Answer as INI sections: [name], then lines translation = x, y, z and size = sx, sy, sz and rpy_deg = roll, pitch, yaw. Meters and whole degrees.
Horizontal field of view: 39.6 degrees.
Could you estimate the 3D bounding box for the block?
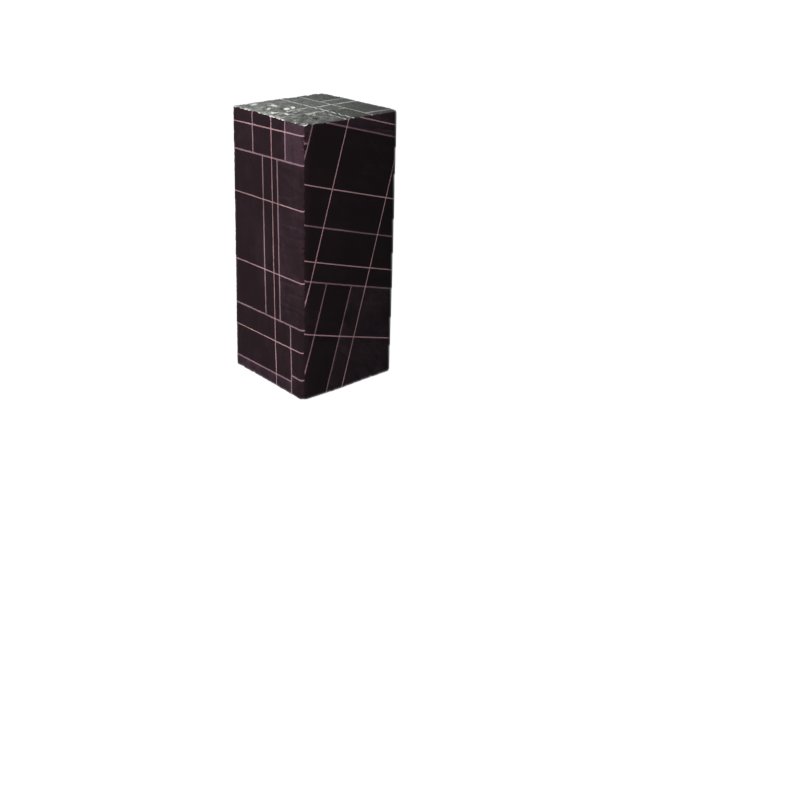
[block]
translation = -0.065, -0.120, 0.841
size = 0.088, 0.198, 0.096
rpy_deg = -15, 25, -38
